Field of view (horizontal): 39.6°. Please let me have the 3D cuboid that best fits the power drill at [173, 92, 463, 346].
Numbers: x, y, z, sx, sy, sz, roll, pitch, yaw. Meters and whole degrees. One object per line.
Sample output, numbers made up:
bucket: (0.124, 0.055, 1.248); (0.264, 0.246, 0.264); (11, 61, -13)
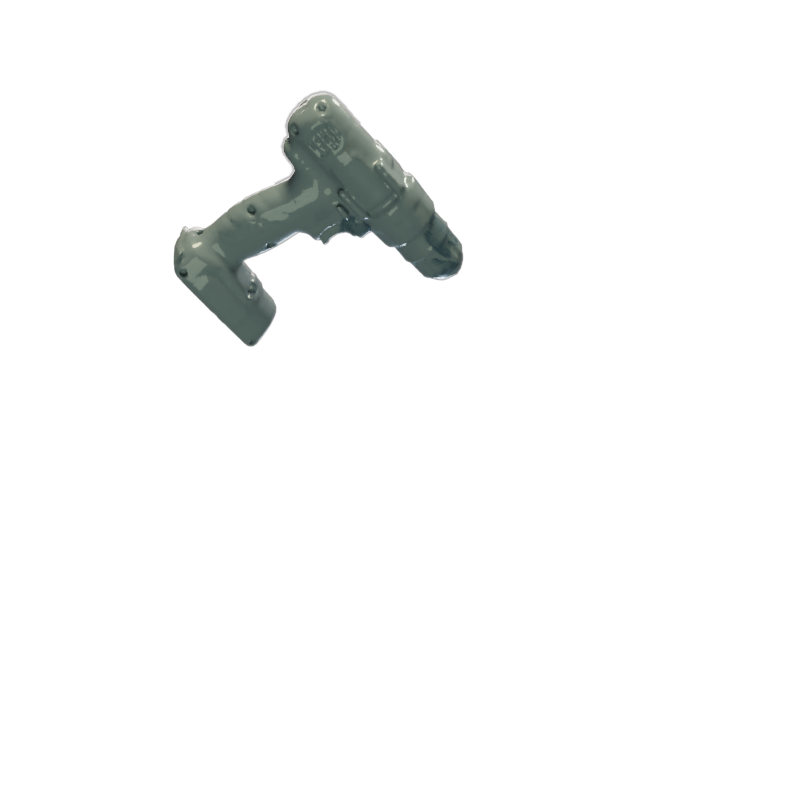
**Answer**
power drill: (-0.068, -0.123, 0.865); (0.186, 0.175, 0.061); (-36, 23, 17)
